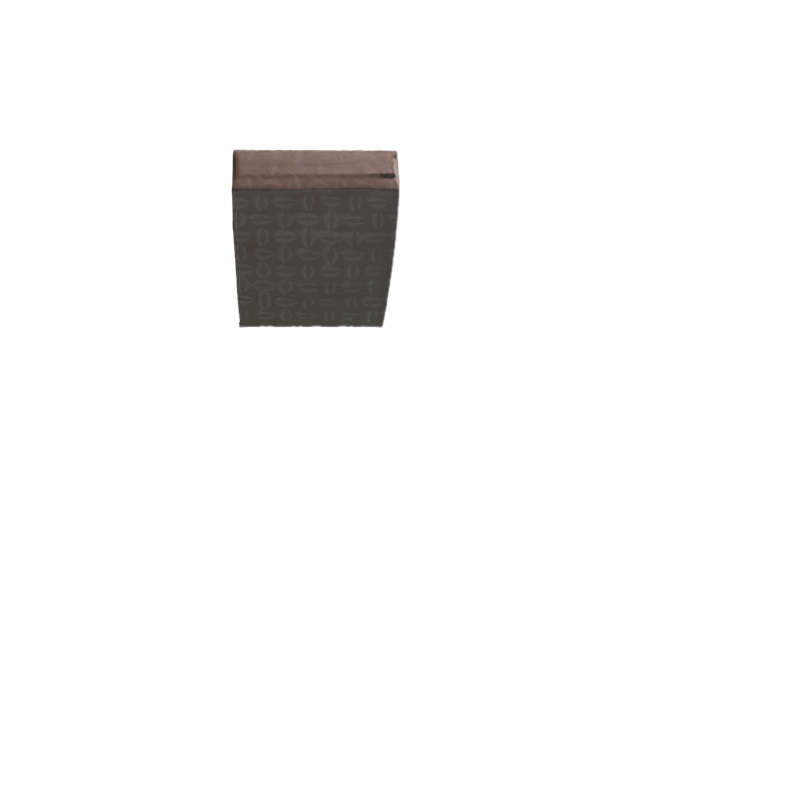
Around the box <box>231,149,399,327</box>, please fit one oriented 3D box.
[{"bbox_3d":[-0.049,-0.089,0.624,0.090,0.042,0.106,2,-43,-3],"label":"box"}]
